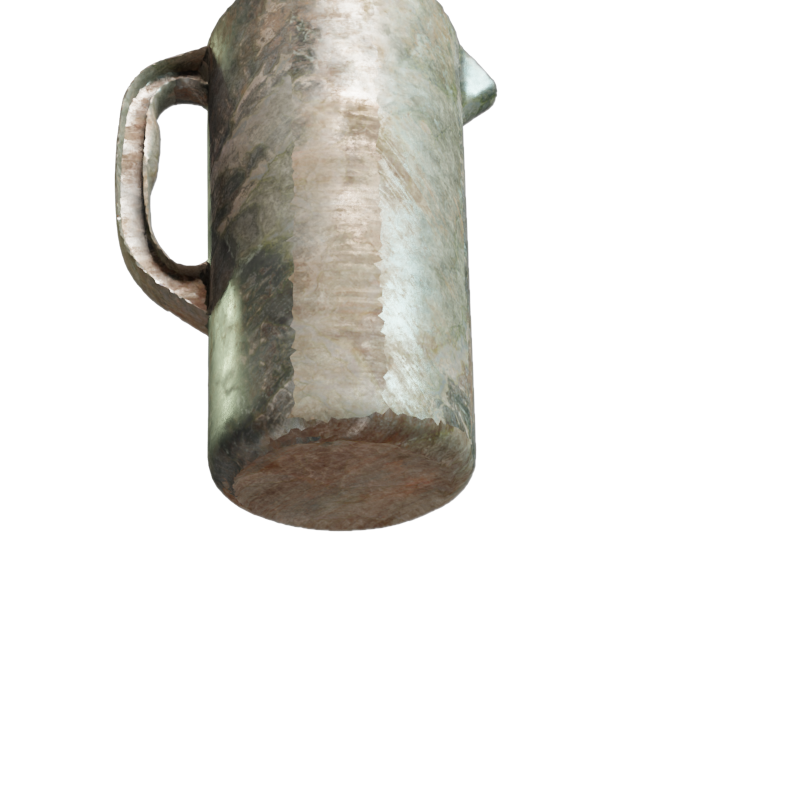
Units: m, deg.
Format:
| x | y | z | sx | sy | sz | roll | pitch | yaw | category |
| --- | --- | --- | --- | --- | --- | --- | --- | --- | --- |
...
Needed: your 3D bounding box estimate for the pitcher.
| x | y | z | sx | sy | sz | roll | pitch | yaw | category |
| --- | --- | --- | --- | --- | --- | --- | --- | --- | --- |
| -0.040 | -0.073 | 0.510 | 0.150 | 0.260 | 0.135 | -25 | -39 | 31 | pitcher |
